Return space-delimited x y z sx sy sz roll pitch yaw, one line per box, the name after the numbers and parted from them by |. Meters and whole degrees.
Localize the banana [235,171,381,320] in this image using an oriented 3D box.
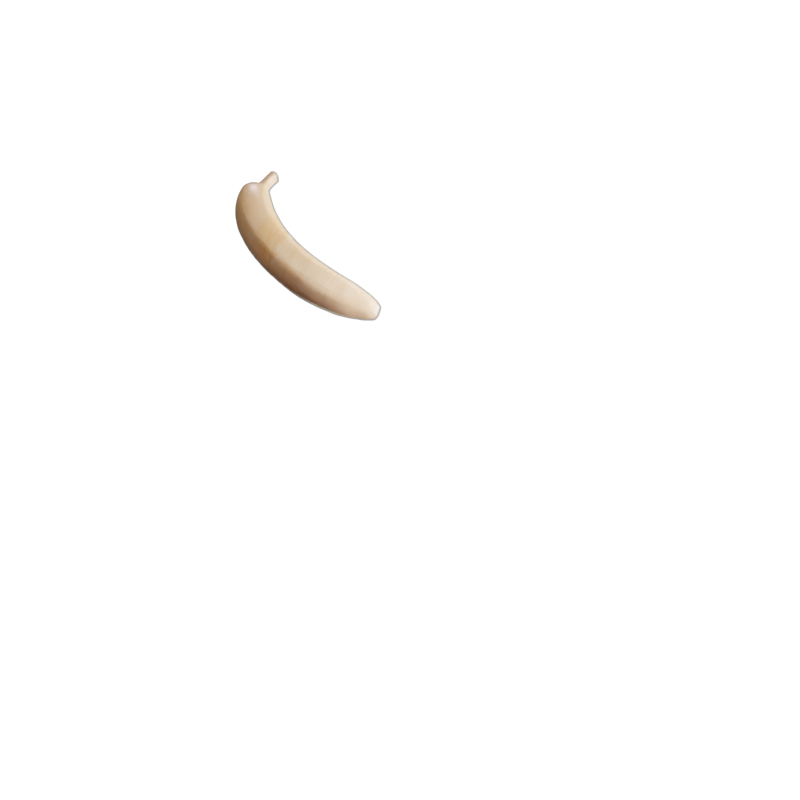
-0.094 -0.134 0.966 0.069 0.213 0.034 -24 -34 -18 | banana
